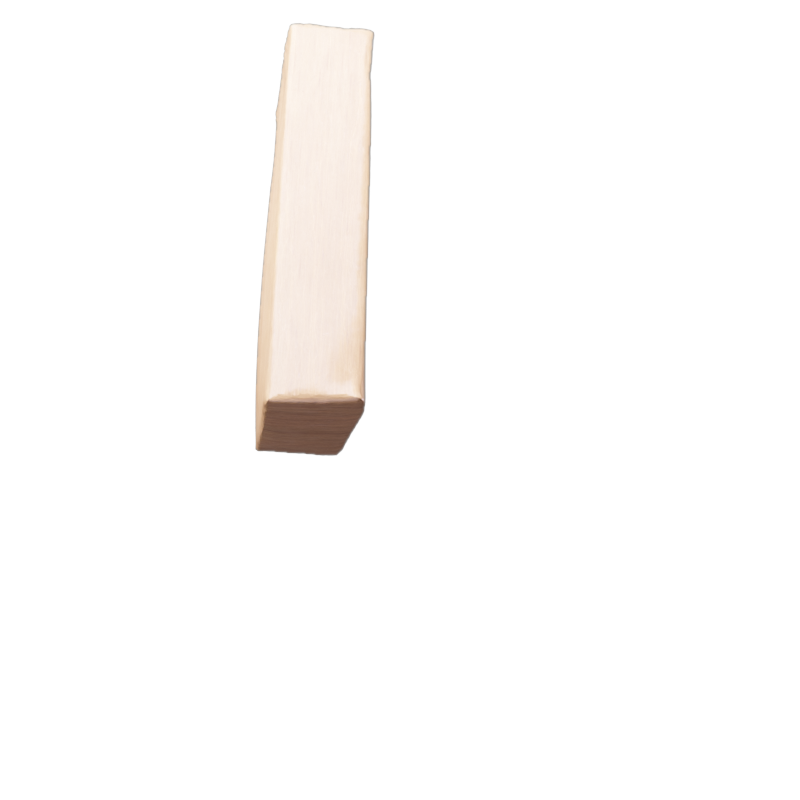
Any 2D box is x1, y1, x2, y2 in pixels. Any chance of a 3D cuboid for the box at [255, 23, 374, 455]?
[{"bbox_3d":[-0.040,-0.072,0.506,0.047,0.185,0.090,2,-22,-9],"label":"box"}]
